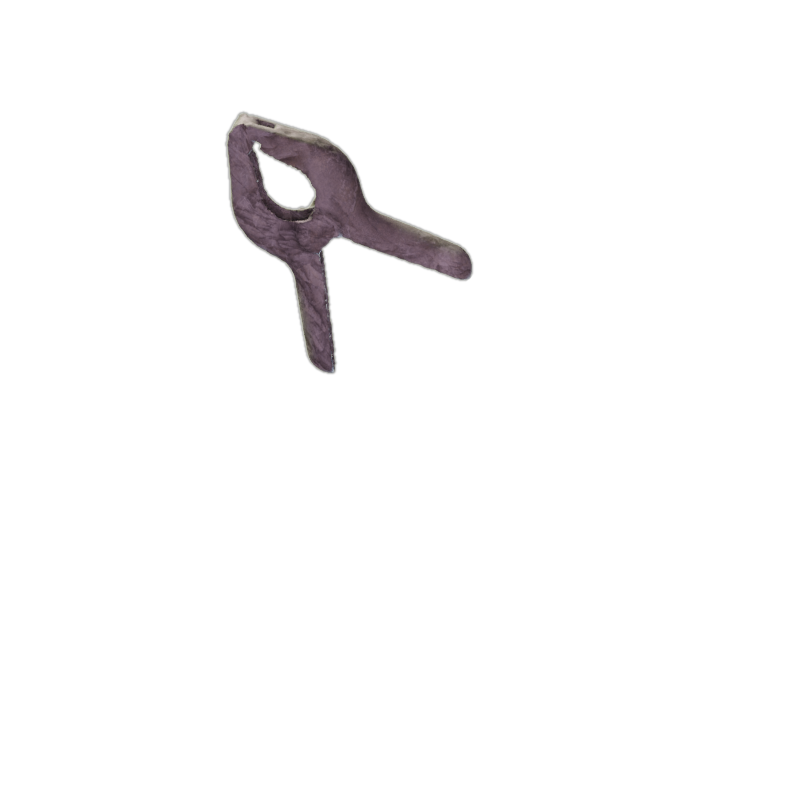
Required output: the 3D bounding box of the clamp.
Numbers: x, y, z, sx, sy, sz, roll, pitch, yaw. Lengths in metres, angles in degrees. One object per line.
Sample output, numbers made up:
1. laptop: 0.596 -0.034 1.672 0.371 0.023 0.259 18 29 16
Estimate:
1. clamp: -0.053 -0.097 0.682 0.167 0.119 0.040 42 10 -10
